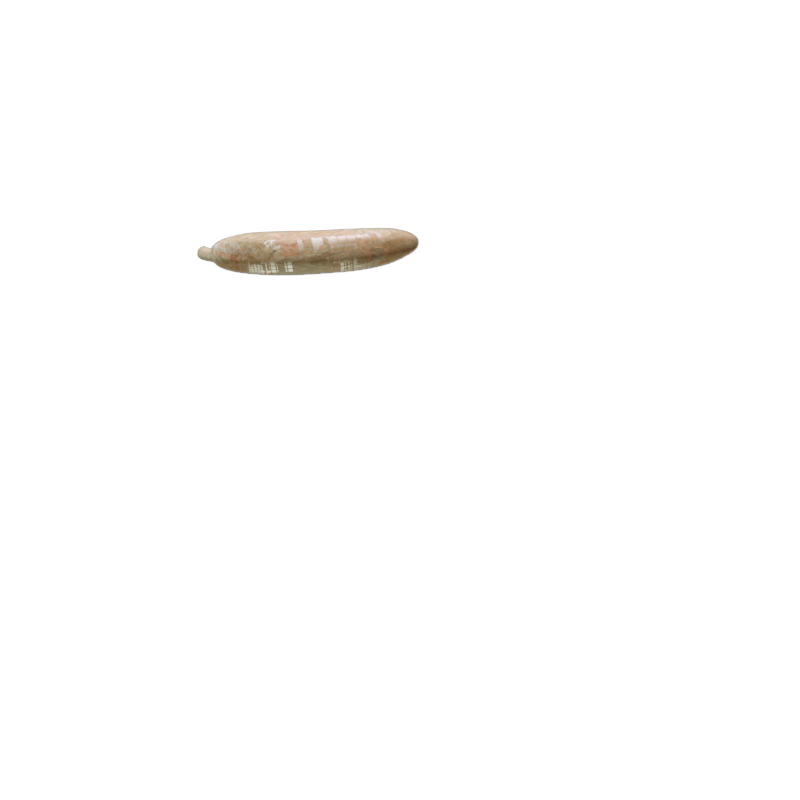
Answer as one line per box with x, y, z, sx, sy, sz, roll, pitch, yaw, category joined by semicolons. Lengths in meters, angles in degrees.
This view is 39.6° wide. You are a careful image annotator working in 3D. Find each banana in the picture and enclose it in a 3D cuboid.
-0.078;-0.132;0.962;0.197;0.035;0.073;-2;22;-4;banana
